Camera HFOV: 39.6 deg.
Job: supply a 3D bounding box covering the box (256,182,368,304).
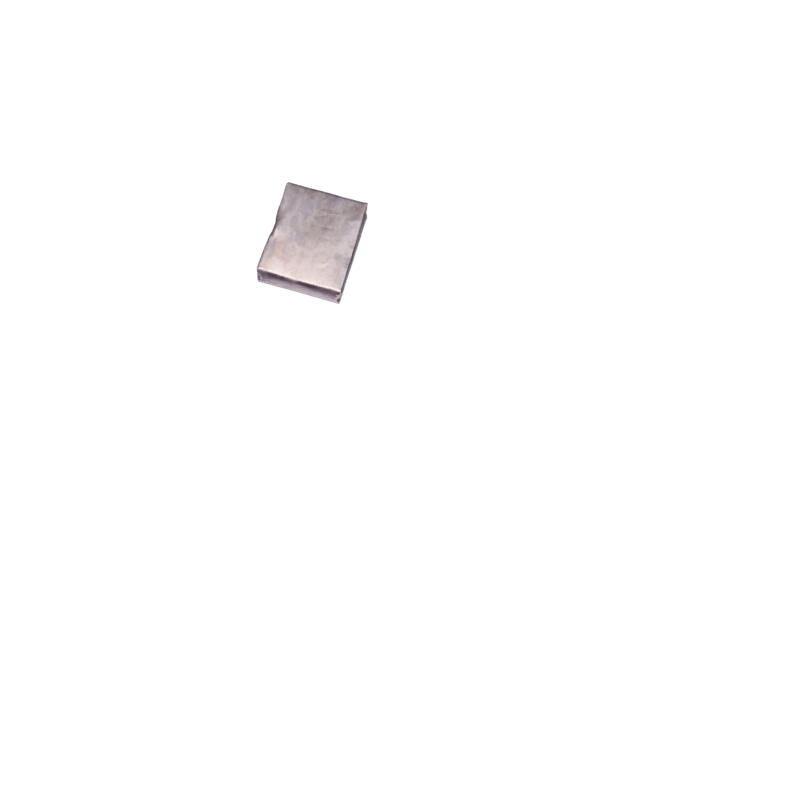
[{"bbox_3d":[-0.073,-0.134,0.936,0.074,0.093,0.029,15,-23,6],"label":"box"}]
